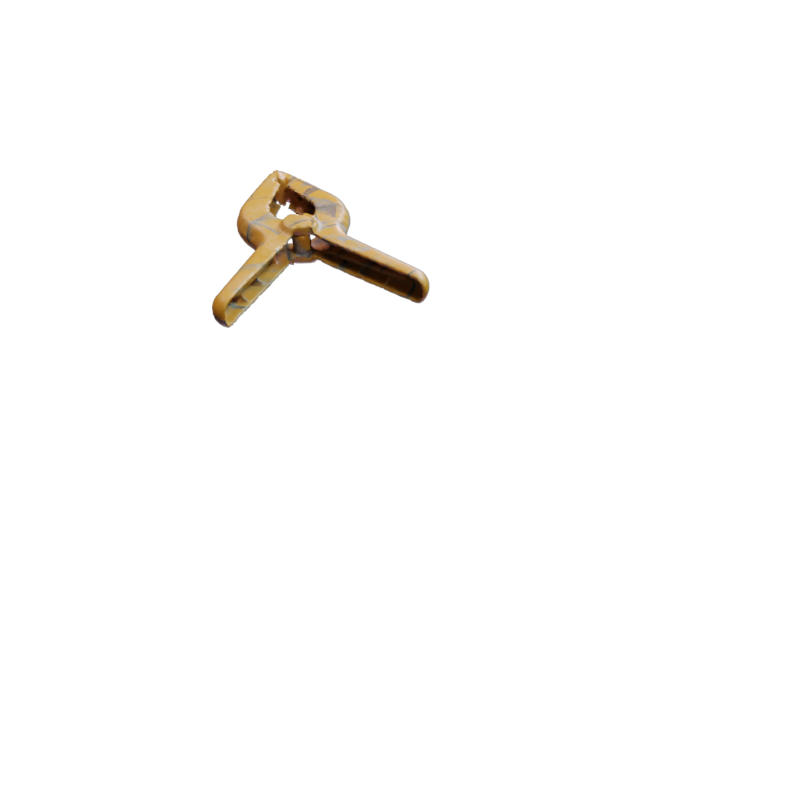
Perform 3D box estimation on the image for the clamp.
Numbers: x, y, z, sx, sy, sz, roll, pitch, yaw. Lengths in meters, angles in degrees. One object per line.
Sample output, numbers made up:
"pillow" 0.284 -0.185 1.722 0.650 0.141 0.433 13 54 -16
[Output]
"clamp" -0.071 -0.129 0.902 0.163 0.034 0.225 -4 36 -6
